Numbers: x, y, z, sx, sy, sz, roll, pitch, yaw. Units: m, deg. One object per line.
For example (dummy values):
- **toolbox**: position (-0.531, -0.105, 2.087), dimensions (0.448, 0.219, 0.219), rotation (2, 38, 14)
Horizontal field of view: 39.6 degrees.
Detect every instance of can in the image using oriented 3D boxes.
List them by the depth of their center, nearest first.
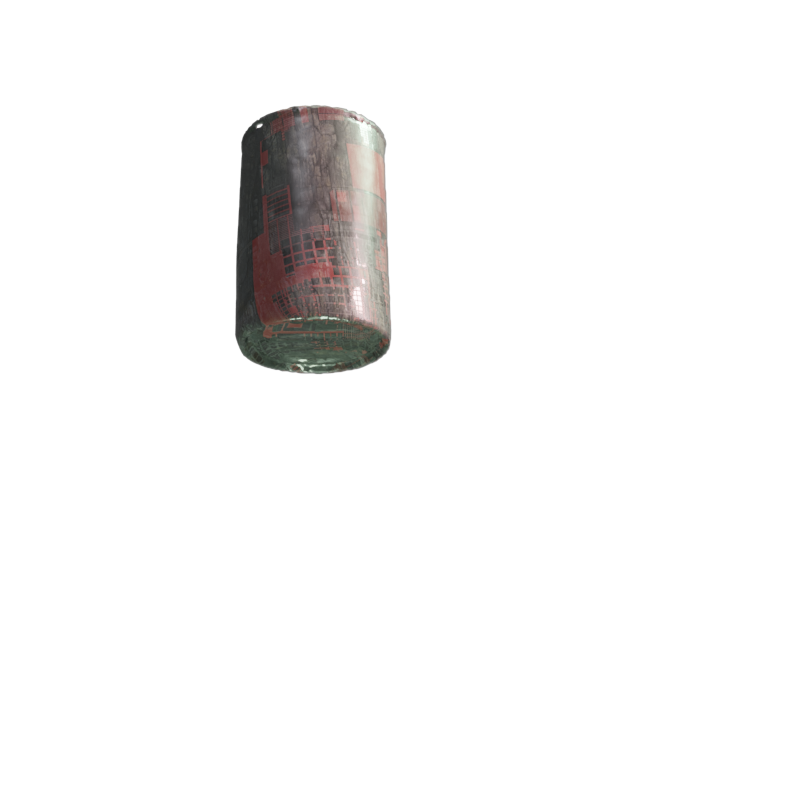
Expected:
- **can**: position (-0.039, -0.071, 0.495), dimensions (0.068, 0.108, 0.065), rotation (0, -24, -2)
